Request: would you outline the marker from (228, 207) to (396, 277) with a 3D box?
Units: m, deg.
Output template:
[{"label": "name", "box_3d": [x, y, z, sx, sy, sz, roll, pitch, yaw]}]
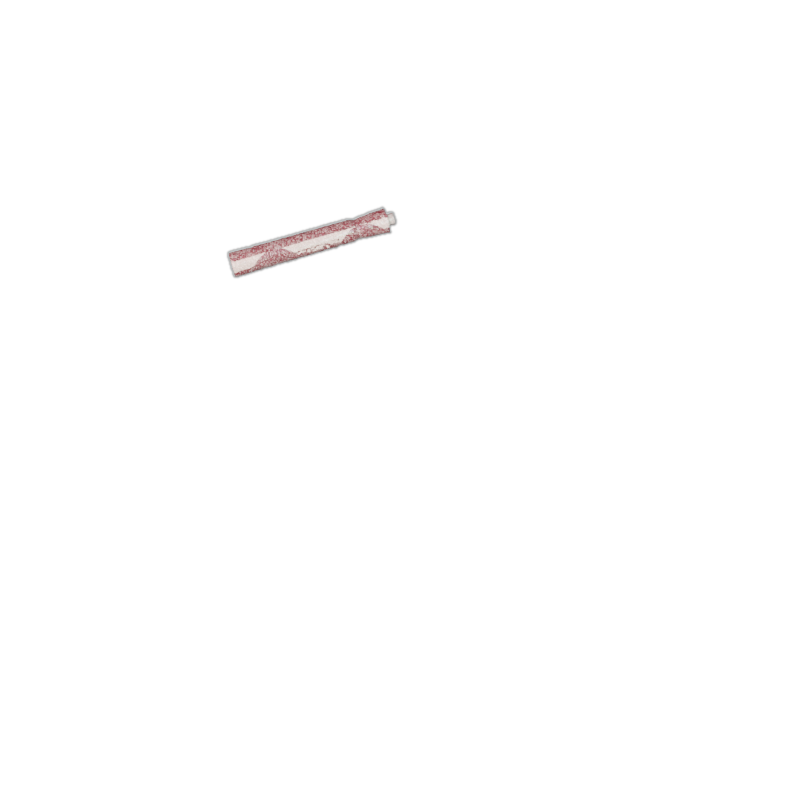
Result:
[{"label": "marker", "box_3d": [-0.061, -0.112, 0.785, 0.121, 0.020, 0.020, -17, 6, -4]}]
